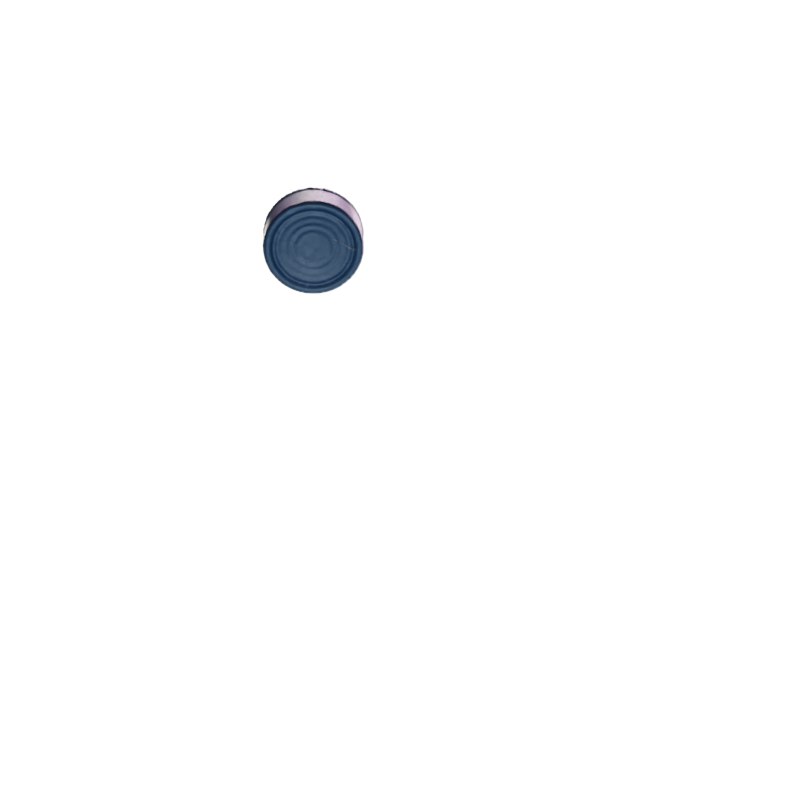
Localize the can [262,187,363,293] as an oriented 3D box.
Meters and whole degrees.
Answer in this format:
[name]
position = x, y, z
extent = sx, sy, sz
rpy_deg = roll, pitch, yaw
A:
[can]
position = -0.073, -0.134, 0.936
extent = 0.086, 0.081, 0.035
rpy_deg = 1, 26, -1
